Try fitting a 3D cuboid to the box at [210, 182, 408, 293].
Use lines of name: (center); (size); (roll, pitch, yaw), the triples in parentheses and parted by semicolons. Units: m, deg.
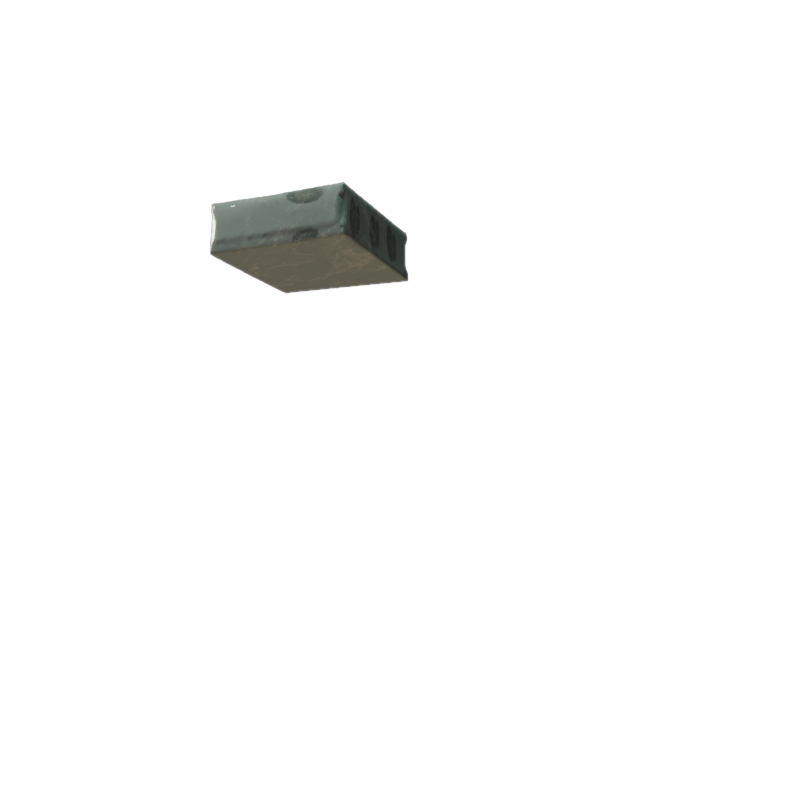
box: (-0.044, -0.081, 0.569); (0.075, 0.031, 0.084); (-5, -11, 23)
